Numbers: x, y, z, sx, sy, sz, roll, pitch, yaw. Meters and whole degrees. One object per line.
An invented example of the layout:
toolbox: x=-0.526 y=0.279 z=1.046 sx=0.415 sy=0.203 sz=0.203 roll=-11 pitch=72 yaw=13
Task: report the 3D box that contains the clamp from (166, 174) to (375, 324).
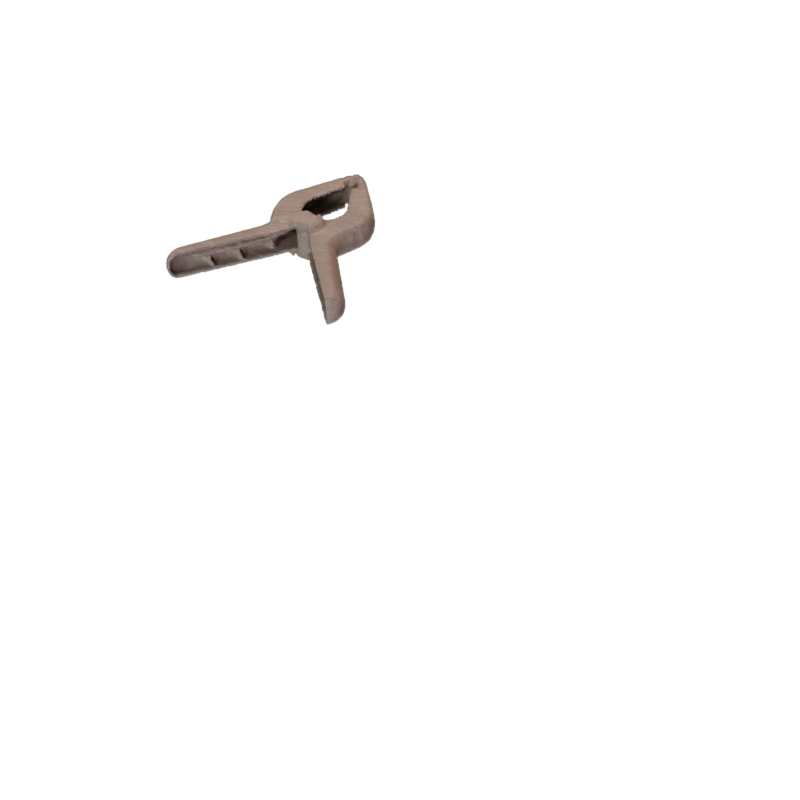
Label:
clamp: x=-0.075 y=-0.137 z=0.959 sx=0.173 sy=0.034 sz=0.213 roll=22 pitch=42 yaw=27
